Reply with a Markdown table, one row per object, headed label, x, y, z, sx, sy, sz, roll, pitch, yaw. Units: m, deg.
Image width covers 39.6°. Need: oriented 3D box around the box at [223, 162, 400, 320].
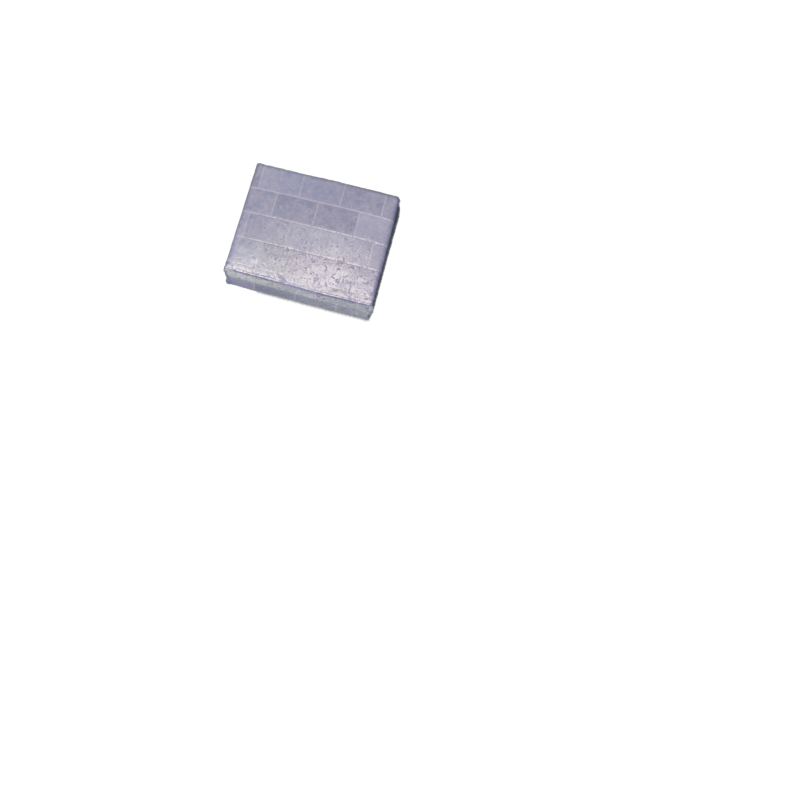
| label | x | y | z | sx | sy | sz | roll | pitch | yaw |
| --- | --- | --- | --- | --- | --- | --- | --- | --- | --- |
| box | -0.064 | -0.117 | 0.818 | 0.115 | 0.094 | 0.037 | 13 | -23 | 5 |
